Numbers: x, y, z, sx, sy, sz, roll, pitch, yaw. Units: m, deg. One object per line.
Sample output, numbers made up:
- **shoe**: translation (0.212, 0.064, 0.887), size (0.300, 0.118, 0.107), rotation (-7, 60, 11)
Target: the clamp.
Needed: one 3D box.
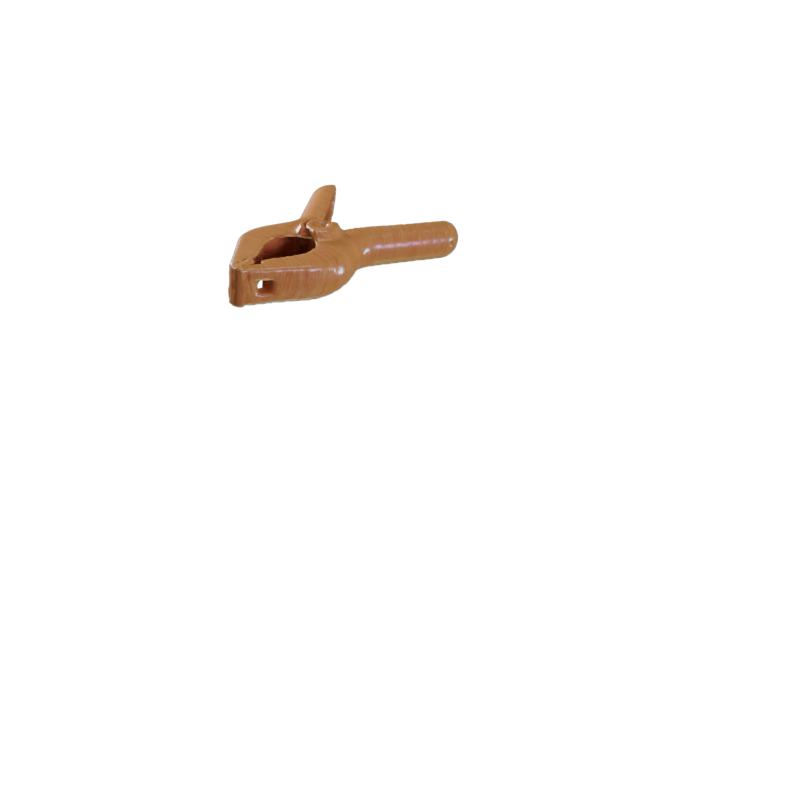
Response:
- **clamp**: translation (-0.058, -0.106, 0.742), size (0.169, 0.037, 0.128), rotation (-22, 32, -39)
